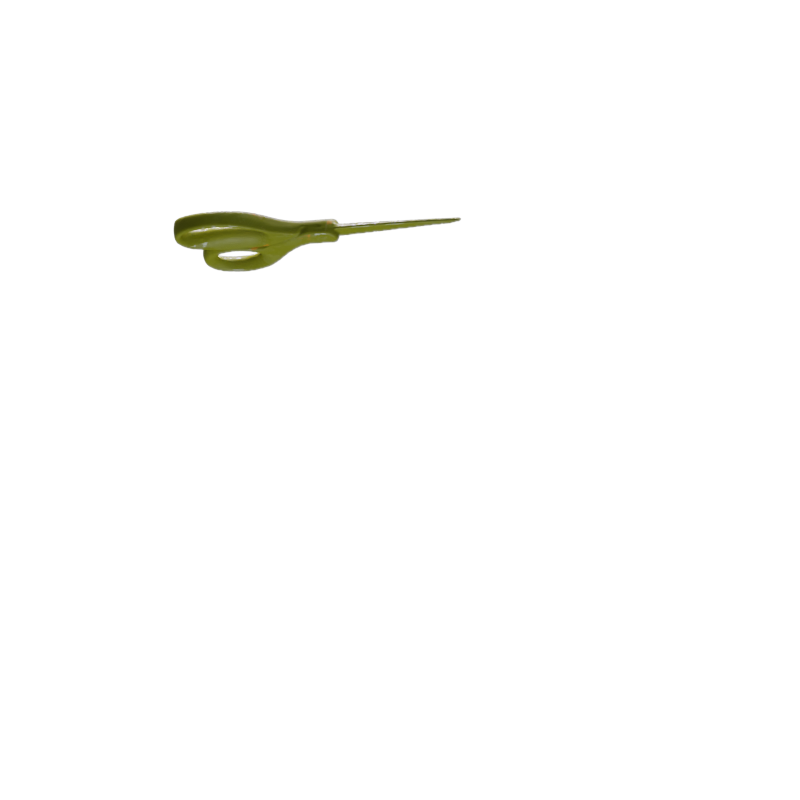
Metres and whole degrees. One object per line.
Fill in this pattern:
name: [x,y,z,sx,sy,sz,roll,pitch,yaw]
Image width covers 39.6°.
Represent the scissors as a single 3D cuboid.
scissors: [-0.064,-0.116,0.811,0.201,0.016,0.092,1,-16,-4]
